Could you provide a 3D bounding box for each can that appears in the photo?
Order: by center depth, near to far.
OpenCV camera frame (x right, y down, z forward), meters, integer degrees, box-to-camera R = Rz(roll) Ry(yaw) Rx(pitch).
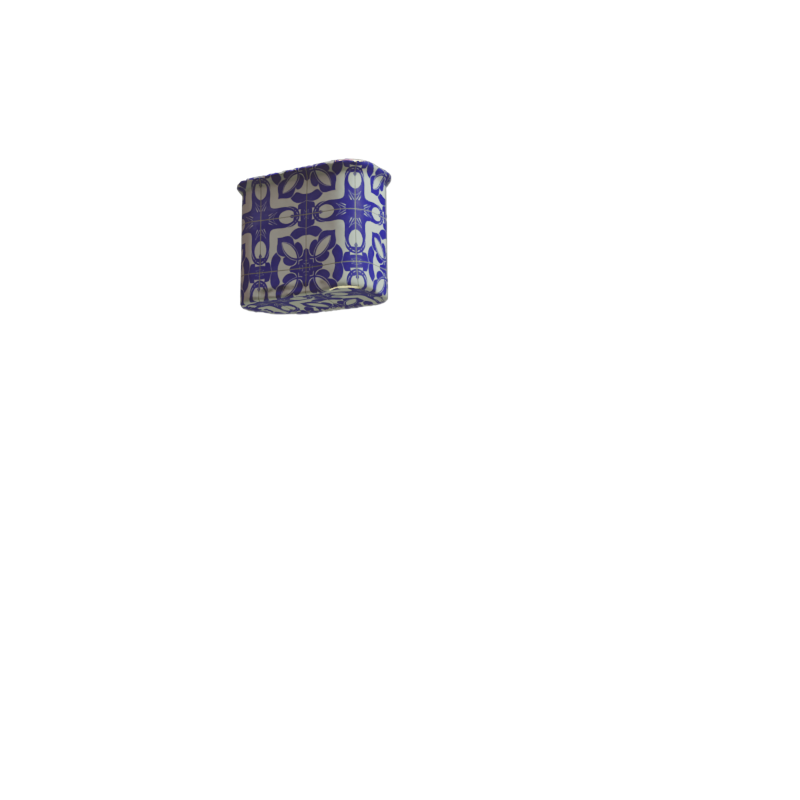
[{"bbox_3d":[-0.057,-0.103,0.722,0.104,0.087,0.054,-7,-14,29],"label":"can"}]
